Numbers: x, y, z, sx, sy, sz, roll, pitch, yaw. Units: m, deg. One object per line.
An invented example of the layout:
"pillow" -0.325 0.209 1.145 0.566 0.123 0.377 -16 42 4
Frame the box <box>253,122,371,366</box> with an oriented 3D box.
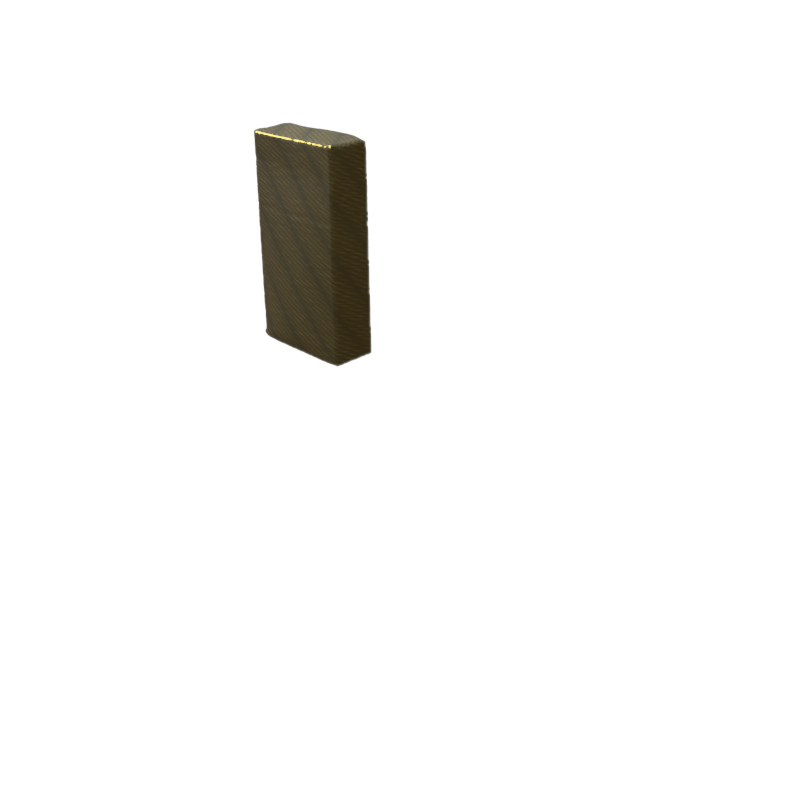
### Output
"box" -0.068 -0.125 0.875 0.047 0.169 0.099 -15 25 -41
